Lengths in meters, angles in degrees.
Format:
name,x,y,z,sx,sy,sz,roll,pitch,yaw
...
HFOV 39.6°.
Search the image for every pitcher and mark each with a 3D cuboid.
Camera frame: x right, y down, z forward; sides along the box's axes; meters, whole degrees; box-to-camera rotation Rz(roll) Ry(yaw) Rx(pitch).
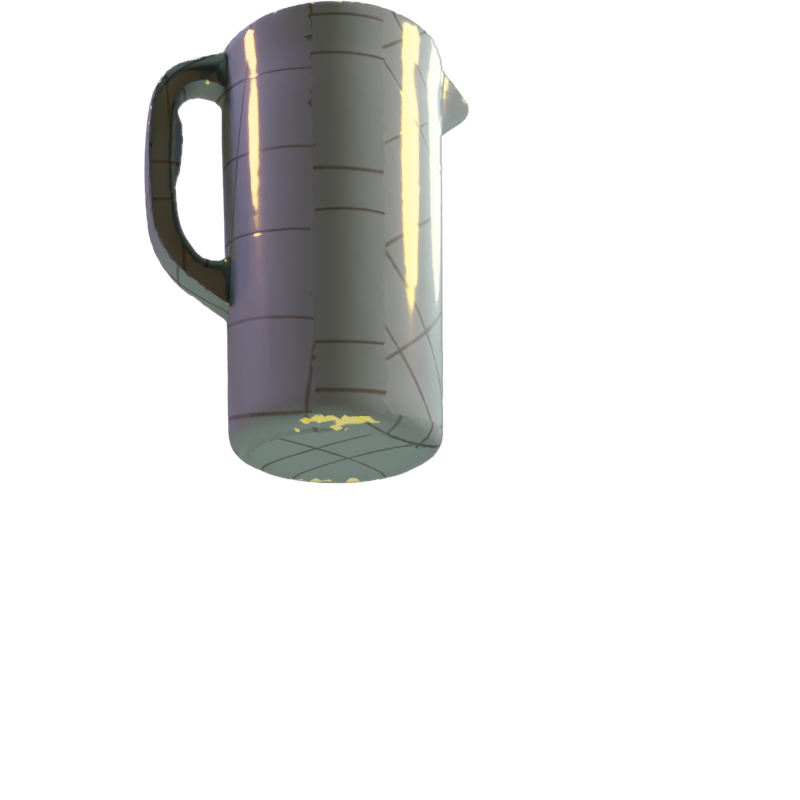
name,x,y,z,sx,sy,sz,roll,pitch,yaw
pitcher,-0.047,-0.087,0.606,0.151,0.257,0.135,-15,-28,26
